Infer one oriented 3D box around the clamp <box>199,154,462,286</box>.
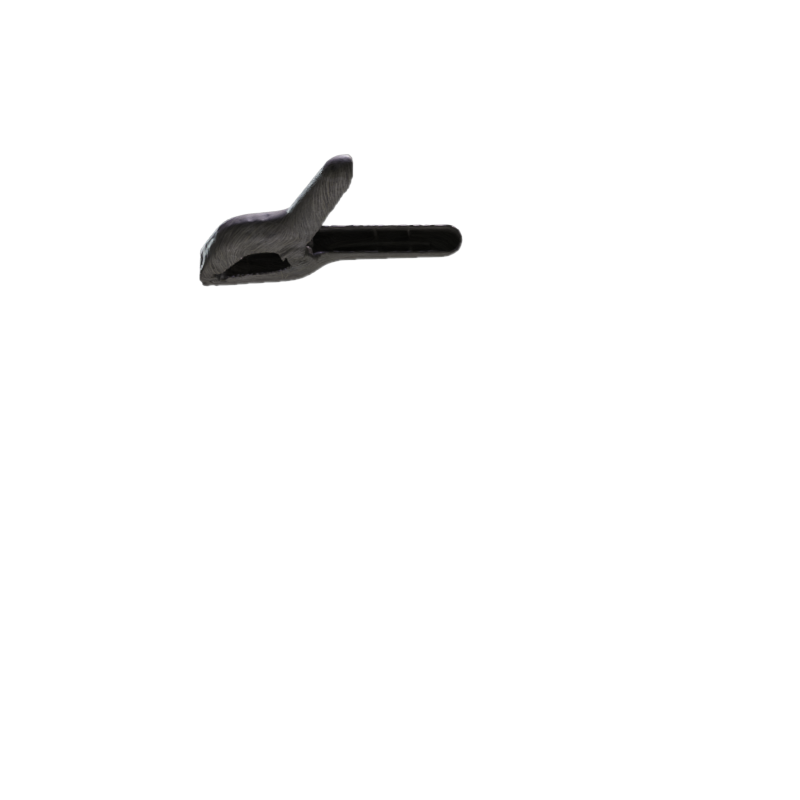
[{"bbox_3d":[-0.068,-0.124,0.868,0.213,0.038,0.154,-15,-23,38],"label":"clamp"}]
